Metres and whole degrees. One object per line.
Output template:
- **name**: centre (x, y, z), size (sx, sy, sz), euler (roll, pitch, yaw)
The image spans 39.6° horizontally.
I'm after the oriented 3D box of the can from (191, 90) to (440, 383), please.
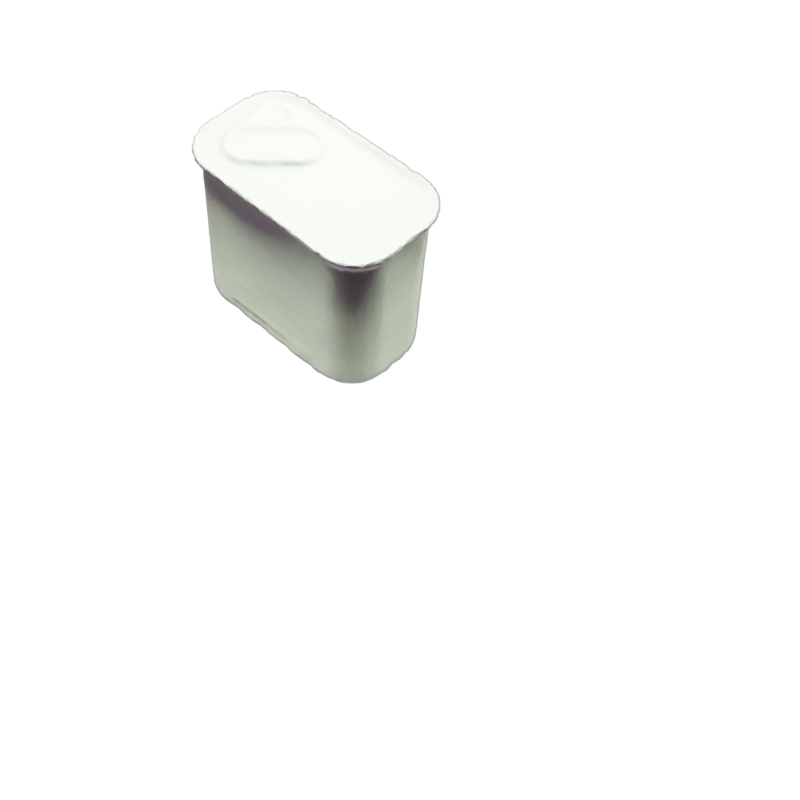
- **can**: centre (-0.036, -0.066, 0.461), size (0.108, 0.078, 0.058), euler (38, 60, 25)
